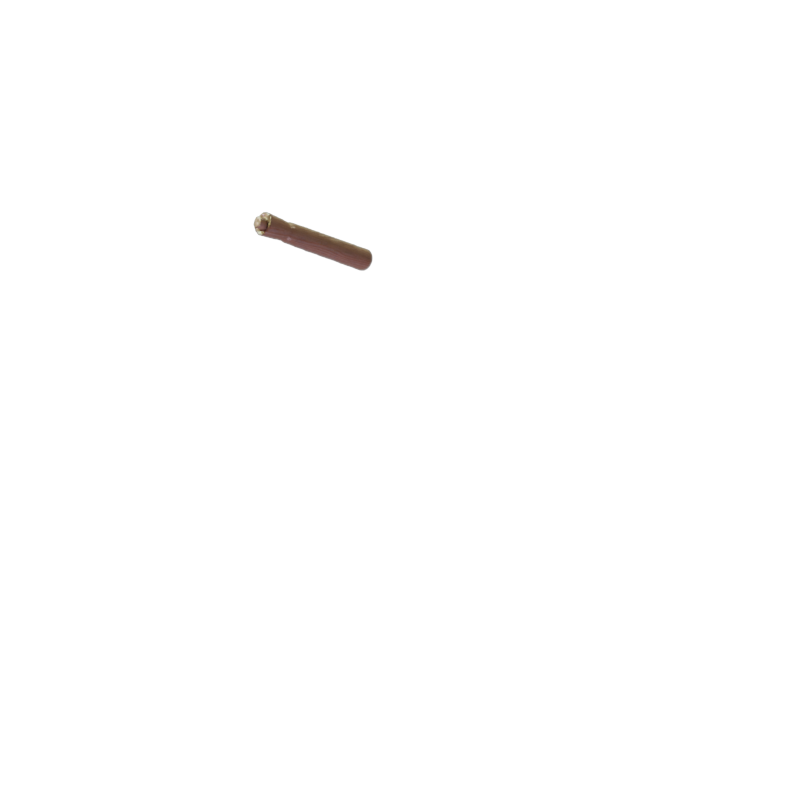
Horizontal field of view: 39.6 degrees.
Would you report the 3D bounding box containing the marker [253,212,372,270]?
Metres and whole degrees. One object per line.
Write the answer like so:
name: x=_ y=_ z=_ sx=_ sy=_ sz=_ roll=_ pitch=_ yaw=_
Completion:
marker: x=-0.069 y=-0.127 z=0.887 sx=0.114 sy=0.020 sz=0.021 roll=14 pitch=-7 yaw=-44
